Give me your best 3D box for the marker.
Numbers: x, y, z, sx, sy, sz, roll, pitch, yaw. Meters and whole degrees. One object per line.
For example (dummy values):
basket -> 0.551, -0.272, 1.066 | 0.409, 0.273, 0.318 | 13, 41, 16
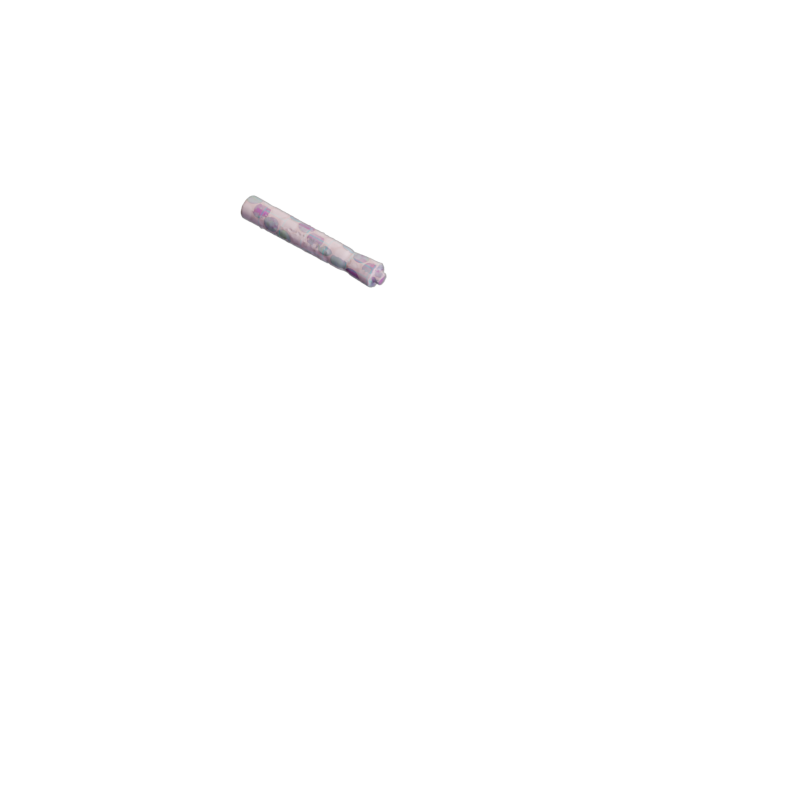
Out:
marker -> -0.061, -0.112, 0.781 | 0.128, 0.019, 0.019 | 31, 17, 25
